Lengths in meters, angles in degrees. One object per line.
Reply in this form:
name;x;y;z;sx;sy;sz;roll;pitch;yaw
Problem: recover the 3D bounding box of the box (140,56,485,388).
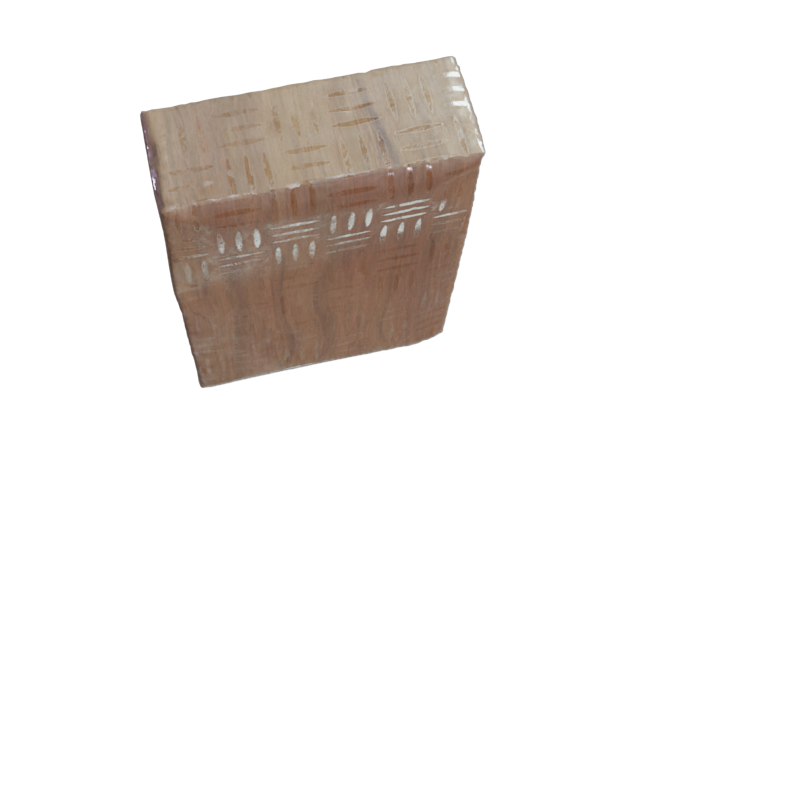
box;-0.049;-0.090;0.630;0.163;0.076;0.202;-12;-22;-8
